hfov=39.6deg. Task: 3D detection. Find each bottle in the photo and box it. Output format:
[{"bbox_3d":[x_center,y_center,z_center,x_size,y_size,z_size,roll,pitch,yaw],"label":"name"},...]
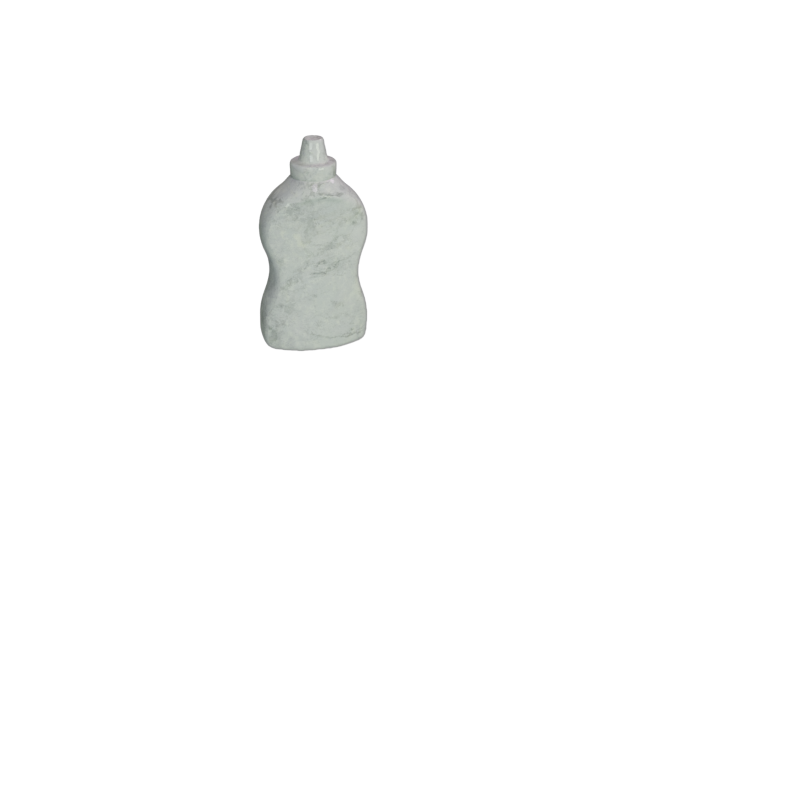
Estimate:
[{"bbox_3d":[-0.077,-0.141,0.986,0.095,0.182,0.062,-4,24,-12],"label":"bottle"}]
